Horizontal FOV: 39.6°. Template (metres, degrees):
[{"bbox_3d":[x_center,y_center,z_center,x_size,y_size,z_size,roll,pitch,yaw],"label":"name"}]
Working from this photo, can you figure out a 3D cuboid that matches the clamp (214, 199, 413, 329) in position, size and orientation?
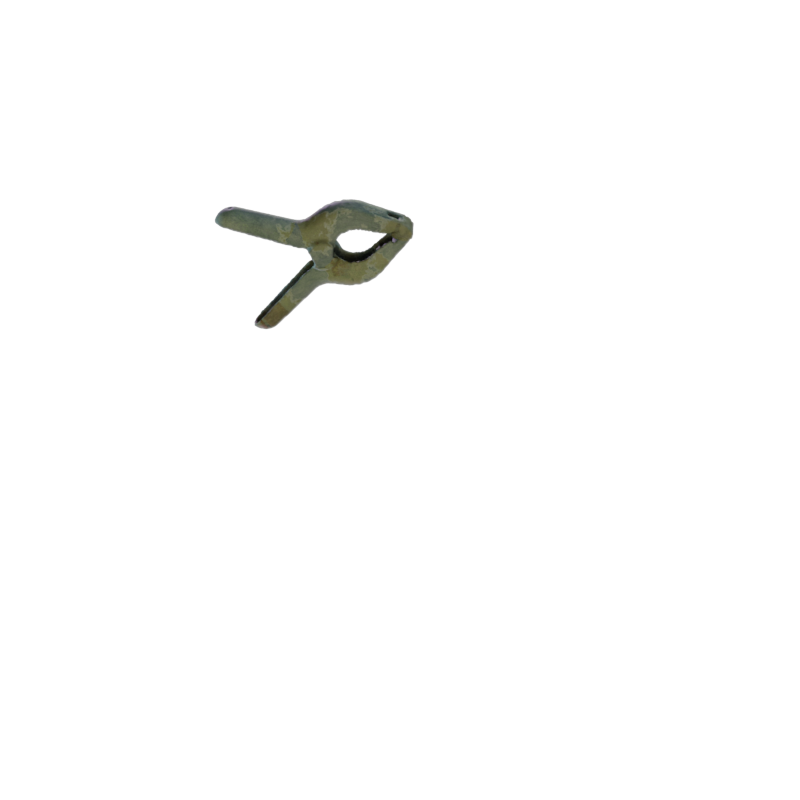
[{"bbox_3d":[-0.077,-0.140,0.978,0.172,0.113,0.042,-22,28,12],"label":"clamp"}]
